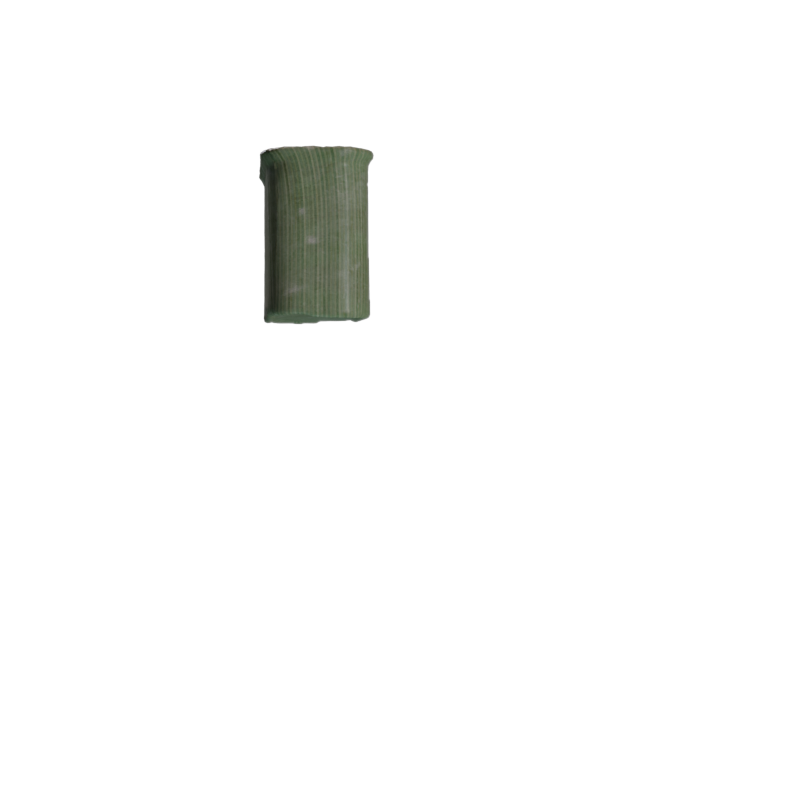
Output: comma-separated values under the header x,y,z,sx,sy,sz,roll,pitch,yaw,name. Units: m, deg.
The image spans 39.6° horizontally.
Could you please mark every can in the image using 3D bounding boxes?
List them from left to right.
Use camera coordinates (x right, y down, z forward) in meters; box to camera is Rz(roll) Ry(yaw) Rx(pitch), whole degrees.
x,y,z,sx,sy,sz,roll,pitch,yaw,name
-0.046,-0.083,0.584,0.057,0.085,0.102,0,-1,-7,can
